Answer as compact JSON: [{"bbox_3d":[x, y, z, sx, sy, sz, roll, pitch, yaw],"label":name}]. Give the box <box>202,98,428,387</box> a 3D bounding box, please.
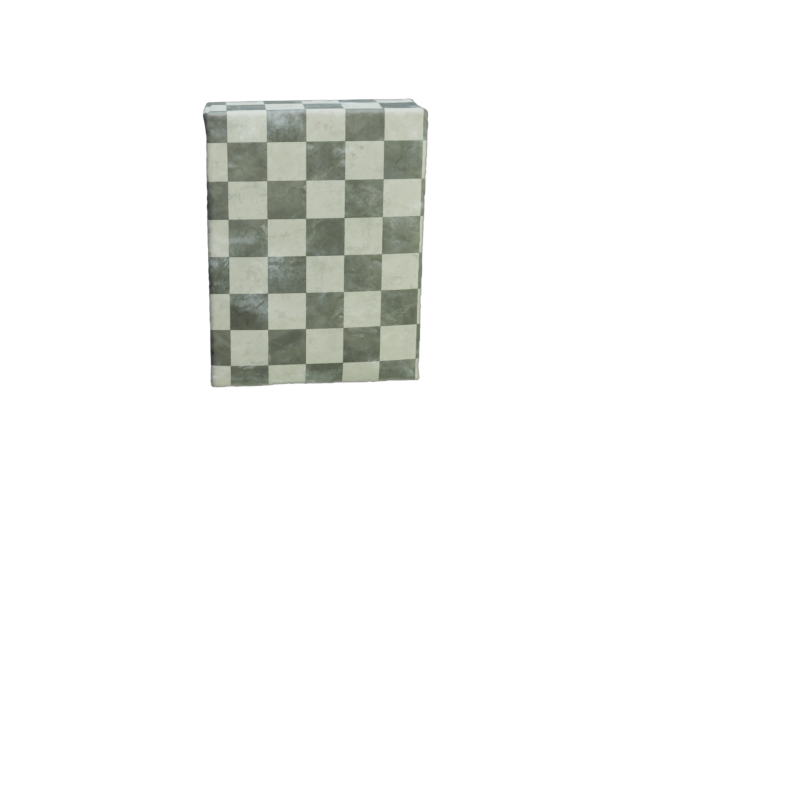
[{"bbox_3d":[-0.067,-0.122,0.853,0.163,0.206,0.075,-1,17,-7],"label":"box"}]
